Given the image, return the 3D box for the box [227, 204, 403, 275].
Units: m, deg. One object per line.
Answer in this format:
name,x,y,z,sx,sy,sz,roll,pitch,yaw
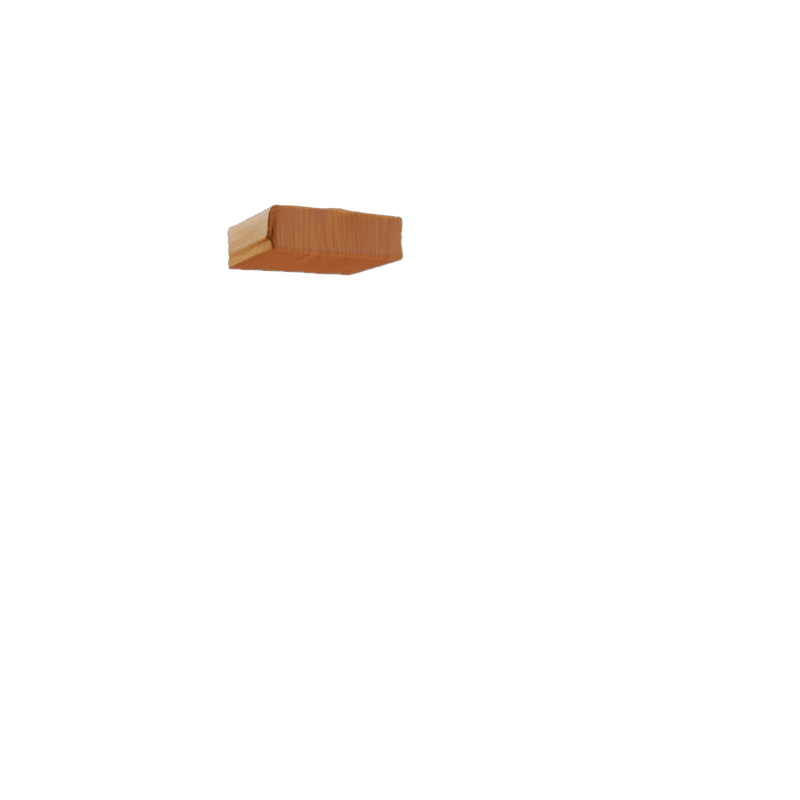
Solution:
box,-0.054,-0.098,0.686,0.086,0.031,0.074,2,-4,-26
